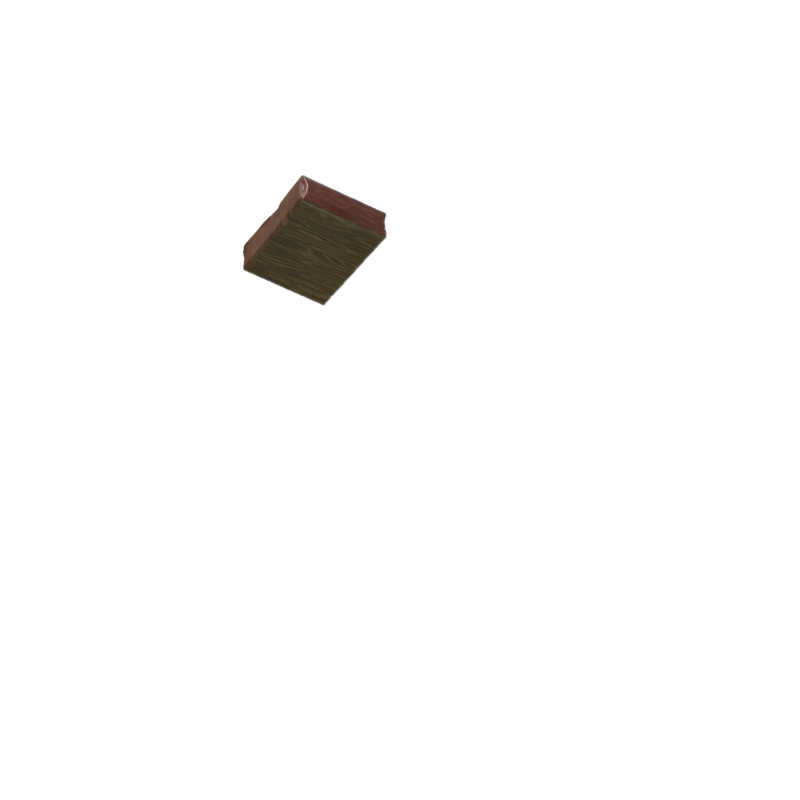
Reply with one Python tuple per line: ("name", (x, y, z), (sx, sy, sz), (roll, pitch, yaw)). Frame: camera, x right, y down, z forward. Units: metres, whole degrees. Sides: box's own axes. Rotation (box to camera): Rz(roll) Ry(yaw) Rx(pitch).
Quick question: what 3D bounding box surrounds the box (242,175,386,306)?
("box", (-0.064, -0.117, 0.820), (0.070, 0.032, 0.087), (23, -46, -25))
